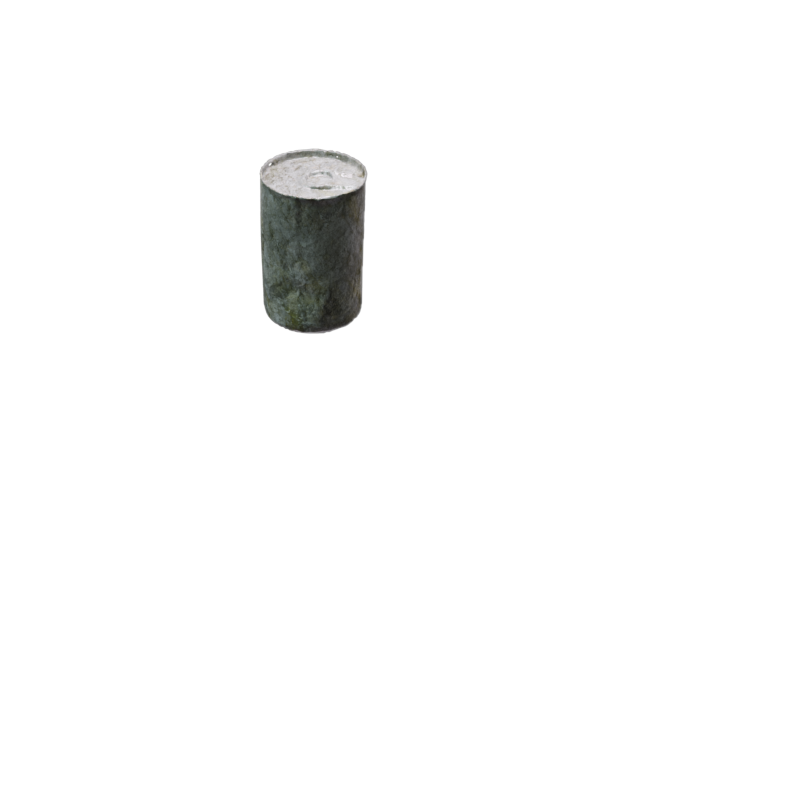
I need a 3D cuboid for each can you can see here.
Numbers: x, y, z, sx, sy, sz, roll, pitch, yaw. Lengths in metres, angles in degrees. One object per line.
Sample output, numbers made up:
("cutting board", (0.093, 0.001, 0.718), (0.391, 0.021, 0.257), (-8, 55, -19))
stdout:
("can", (-0.056, -0.103, 0.721), (0.068, 0.096, 0.073), (0, 34, -3))
